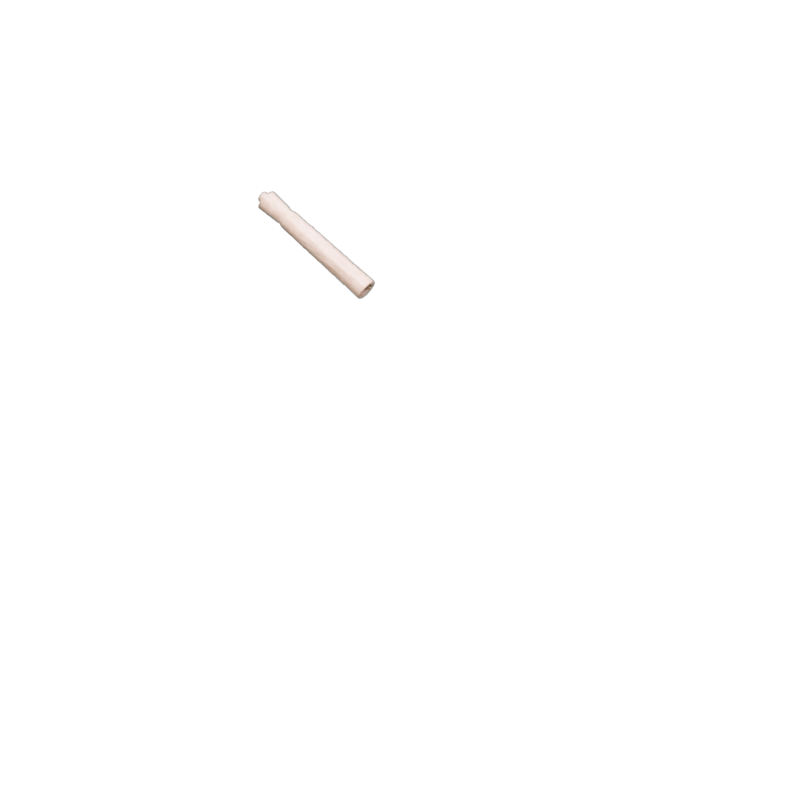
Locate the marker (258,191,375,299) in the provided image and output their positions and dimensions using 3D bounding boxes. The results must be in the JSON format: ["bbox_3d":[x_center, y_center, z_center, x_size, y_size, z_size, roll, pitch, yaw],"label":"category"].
[{"bbox_3d":[-0.070,-0.127,0.888,0.127,0.019,0.019,43,19,19],"label":"marker"}]
